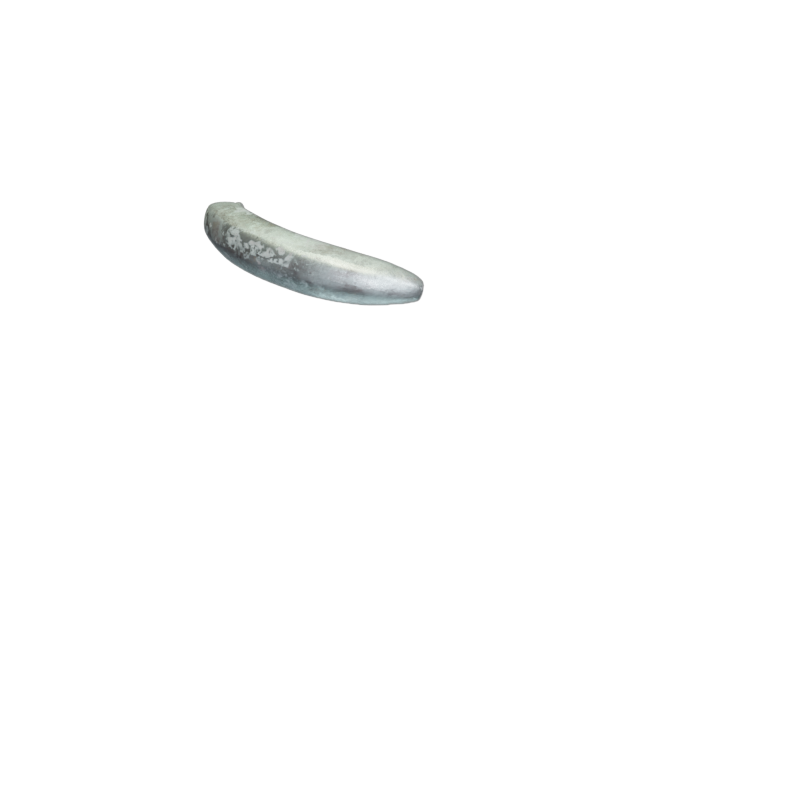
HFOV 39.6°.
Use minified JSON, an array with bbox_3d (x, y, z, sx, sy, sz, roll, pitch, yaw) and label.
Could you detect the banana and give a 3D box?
[{"bbox_3d":[-0.076,-0.104,0.756,0.069,0.035,0.211,-25,40,-36],"label":"banana"}]
